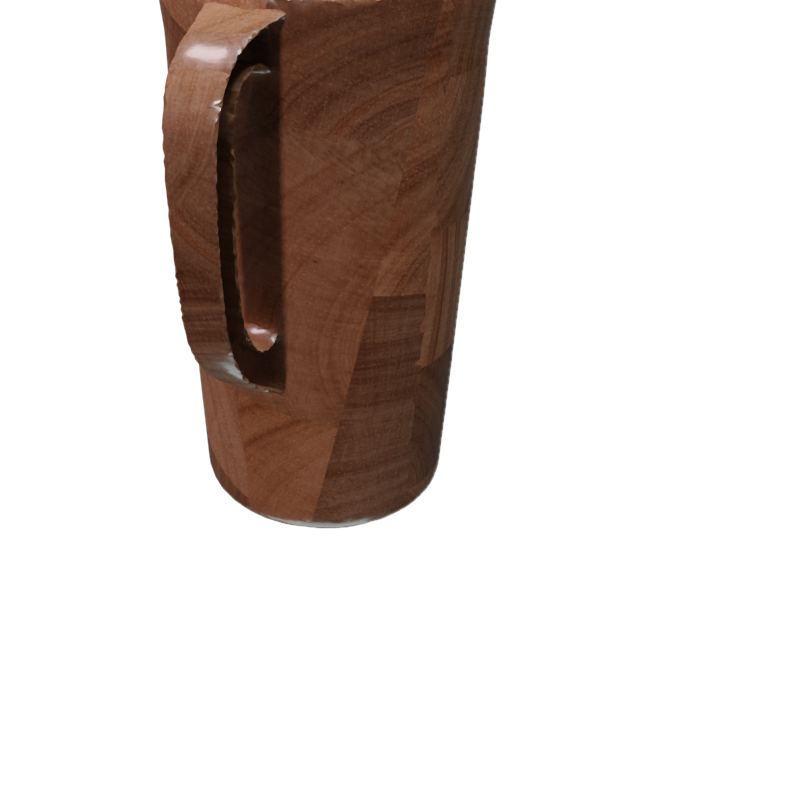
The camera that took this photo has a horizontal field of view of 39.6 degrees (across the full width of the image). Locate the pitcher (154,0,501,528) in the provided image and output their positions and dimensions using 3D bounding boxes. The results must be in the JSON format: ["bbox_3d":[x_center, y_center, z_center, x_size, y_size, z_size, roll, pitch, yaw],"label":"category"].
[{"bbox_3d":[-0.037,-0.067,0.467,0.146,0.230,0.156,-9,29,-21],"label":"pitcher"}]
